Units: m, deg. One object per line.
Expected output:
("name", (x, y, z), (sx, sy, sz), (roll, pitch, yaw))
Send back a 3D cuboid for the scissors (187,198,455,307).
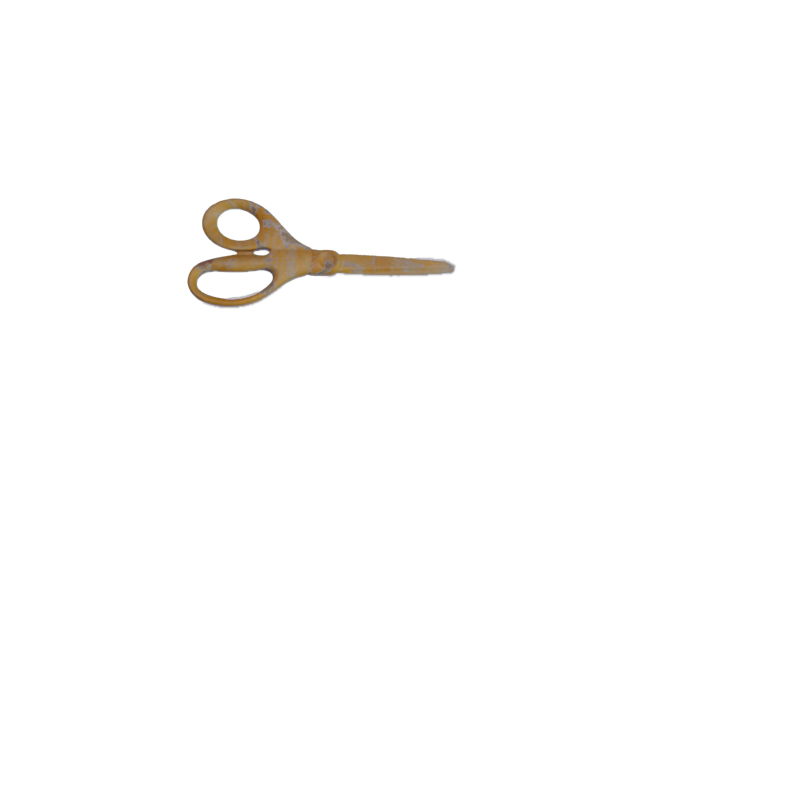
("scissors", (-0.067, -0.122, 0.857), (0.201, 0.101, 0.015), (-13, -19, -5))
